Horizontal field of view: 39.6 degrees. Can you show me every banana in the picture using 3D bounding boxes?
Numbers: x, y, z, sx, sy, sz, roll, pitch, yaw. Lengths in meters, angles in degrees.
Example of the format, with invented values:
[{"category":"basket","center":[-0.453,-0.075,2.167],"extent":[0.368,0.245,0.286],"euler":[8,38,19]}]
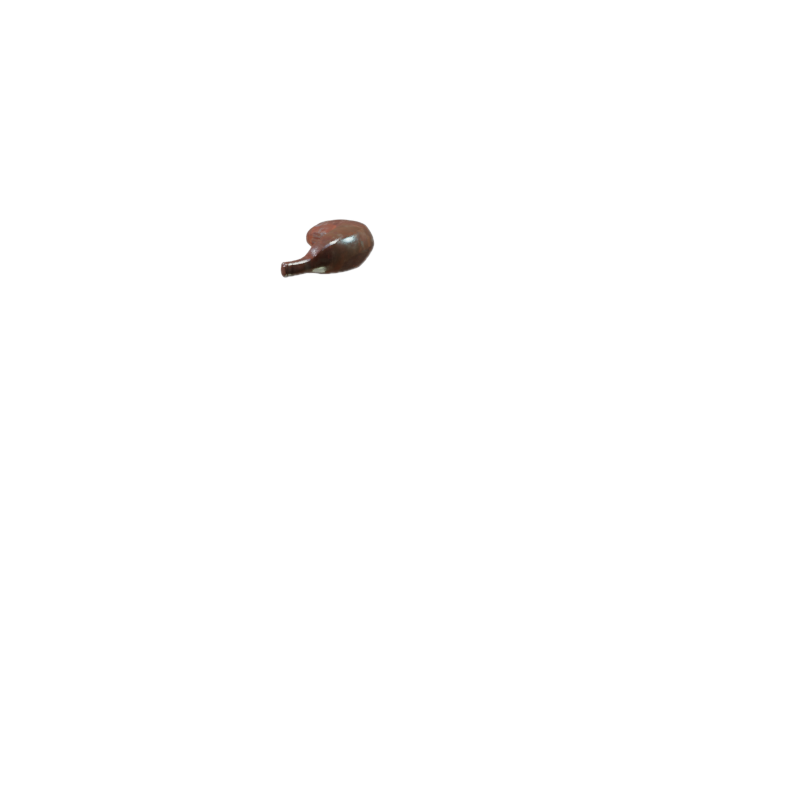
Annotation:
[{"category":"banana","center":[-0.056,-0.135,0.948],"extent":[0.070,0.036,0.201],"euler":[1,14,2]}]
